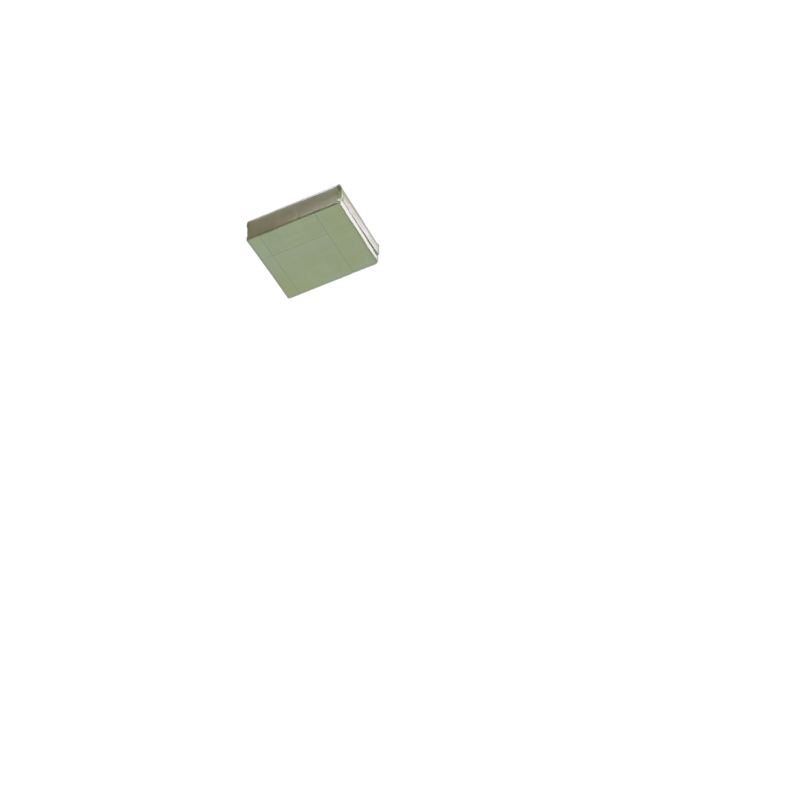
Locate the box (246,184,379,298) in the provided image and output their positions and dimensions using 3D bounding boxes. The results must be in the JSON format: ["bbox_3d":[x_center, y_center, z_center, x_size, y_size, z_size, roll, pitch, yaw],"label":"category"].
[{"bbox_3d":[-0.072,-0.132,0.923,0.090,0.032,0.068,-20,-50,17],"label":"box"}]
